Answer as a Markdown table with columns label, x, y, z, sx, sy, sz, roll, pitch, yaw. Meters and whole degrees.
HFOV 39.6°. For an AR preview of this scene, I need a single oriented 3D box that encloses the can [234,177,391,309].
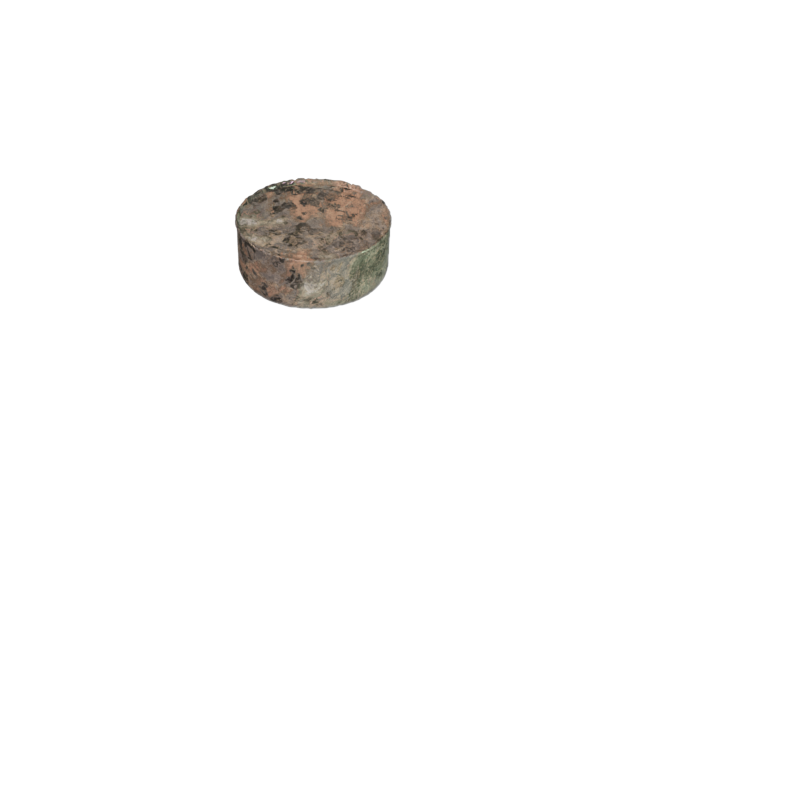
| label | x | y | z | sx | sy | sz | roll | pitch | yaw |
| --- | --- | --- | --- | --- | --- | --- | --- | --- | --- |
| can | -0.048 | -0.088 | 0.615 | 0.086 | 0.031 | 0.092 | -1 | 38 | -2 |
